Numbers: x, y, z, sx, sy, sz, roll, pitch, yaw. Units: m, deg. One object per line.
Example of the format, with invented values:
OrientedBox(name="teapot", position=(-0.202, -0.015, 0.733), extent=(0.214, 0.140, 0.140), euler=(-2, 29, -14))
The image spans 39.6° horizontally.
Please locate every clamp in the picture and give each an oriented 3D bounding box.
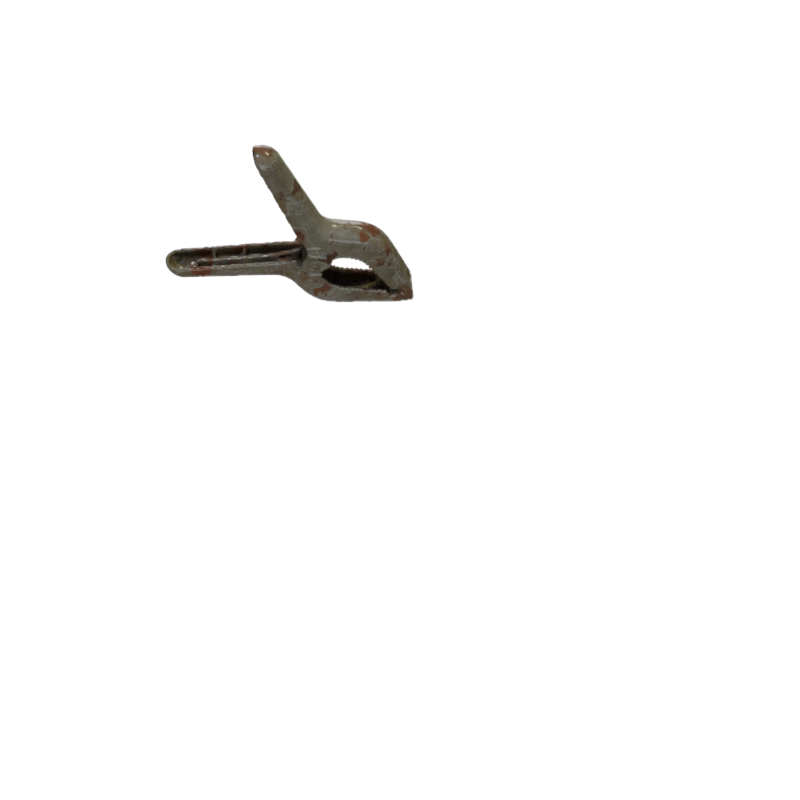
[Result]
OrientedBox(name="clamp", position=(-0.073, -0.133, 0.931), extent=(0.202, 0.039, 0.159), euler=(15, -38, -21))
